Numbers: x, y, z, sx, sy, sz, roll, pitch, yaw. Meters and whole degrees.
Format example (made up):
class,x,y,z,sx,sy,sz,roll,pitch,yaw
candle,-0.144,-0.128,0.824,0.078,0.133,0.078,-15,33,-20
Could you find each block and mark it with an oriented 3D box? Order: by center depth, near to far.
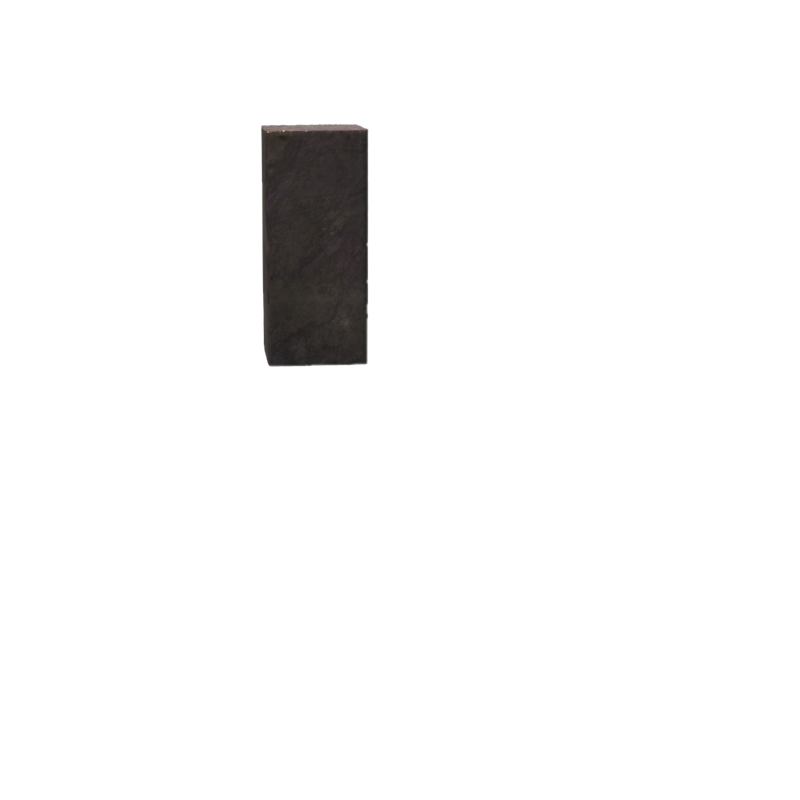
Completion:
class,x,y,z,sx,sy,sz,roll,pitch,yaw
block,-0.078,-0.142,0.996,0.090,0.201,0.093,-1,11,-7
